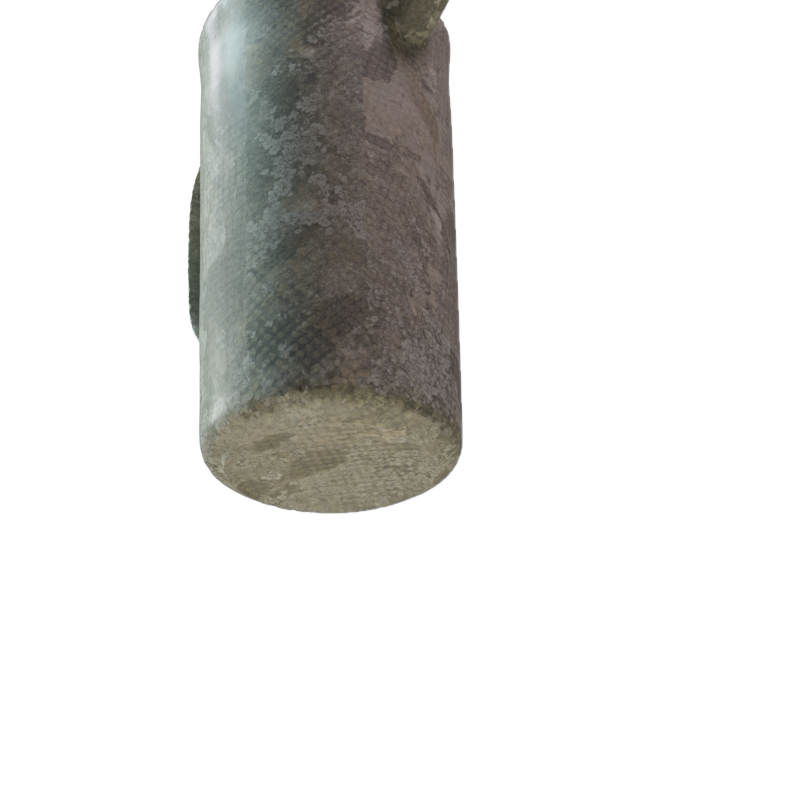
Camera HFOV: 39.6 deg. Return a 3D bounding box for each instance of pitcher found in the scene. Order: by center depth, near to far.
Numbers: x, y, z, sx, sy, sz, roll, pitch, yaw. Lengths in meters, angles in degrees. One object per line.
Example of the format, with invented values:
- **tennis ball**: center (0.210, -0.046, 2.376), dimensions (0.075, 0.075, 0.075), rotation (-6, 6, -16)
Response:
- **pitcher**: center (-0.041, -0.075, 0.525), dimensions (0.145, 0.260, 0.139), rotation (-2, -33, 0)
